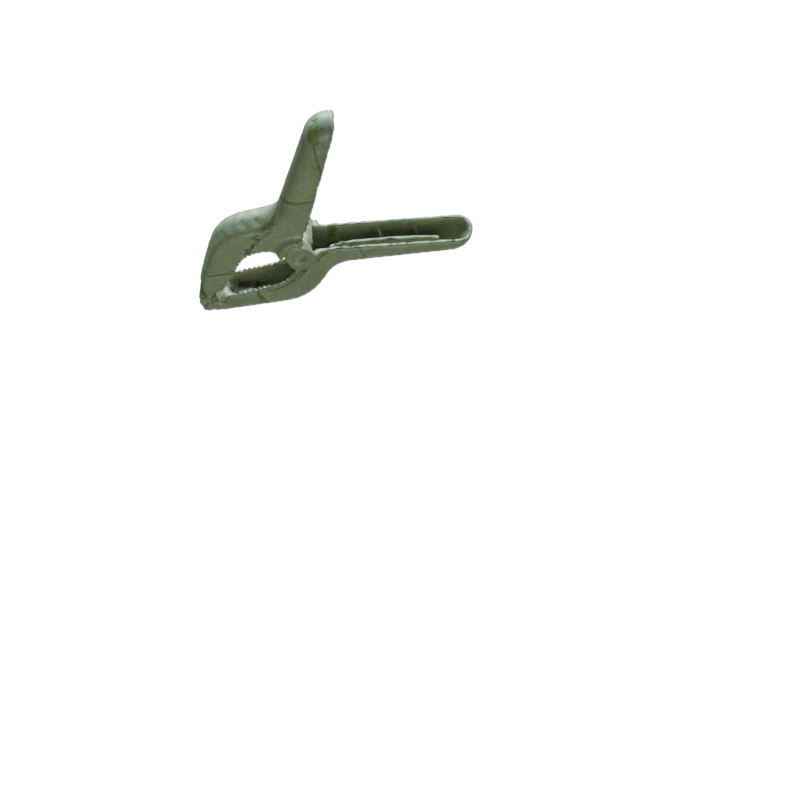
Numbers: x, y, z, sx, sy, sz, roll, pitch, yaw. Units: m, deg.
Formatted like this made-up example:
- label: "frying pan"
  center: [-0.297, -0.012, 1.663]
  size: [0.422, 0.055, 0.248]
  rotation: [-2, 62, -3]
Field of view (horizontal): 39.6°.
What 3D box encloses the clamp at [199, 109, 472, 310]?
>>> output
- label: "clamp"
  center: [-0.064, -0.116, 0.815]
  size: [0.155, 0.039, 0.209]
  rotation: [28, -43, -34]
